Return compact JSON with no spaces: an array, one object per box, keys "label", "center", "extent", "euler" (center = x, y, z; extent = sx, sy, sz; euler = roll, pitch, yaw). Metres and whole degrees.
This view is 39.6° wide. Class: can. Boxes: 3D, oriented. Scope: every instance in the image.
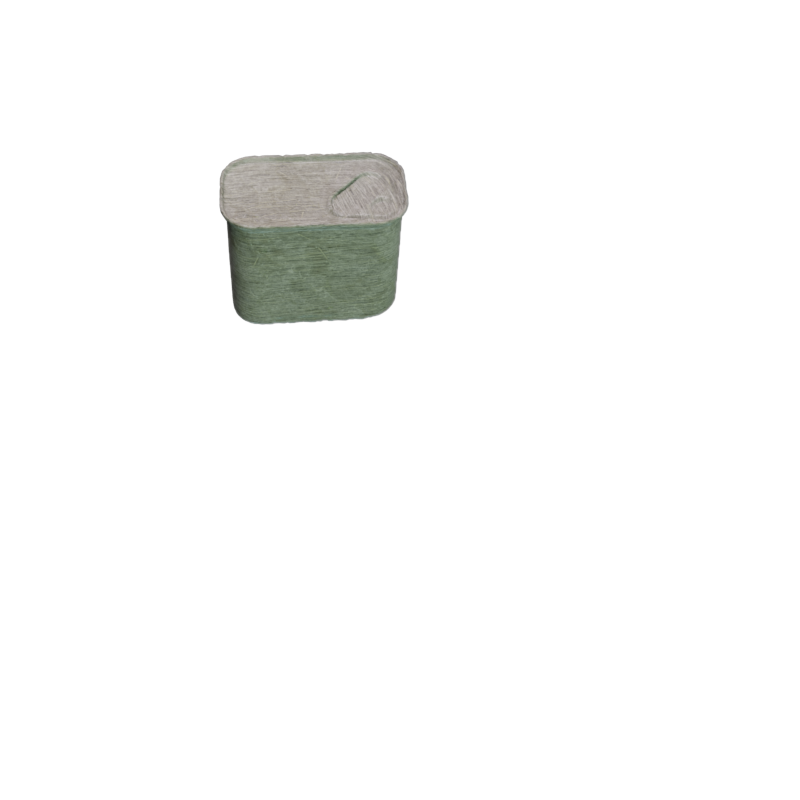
[{"label":"can","center":[-0.049,-0.090,0.630],"extent":[0.101,0.062,0.078],"euler":[-2,-40,-4]}]
